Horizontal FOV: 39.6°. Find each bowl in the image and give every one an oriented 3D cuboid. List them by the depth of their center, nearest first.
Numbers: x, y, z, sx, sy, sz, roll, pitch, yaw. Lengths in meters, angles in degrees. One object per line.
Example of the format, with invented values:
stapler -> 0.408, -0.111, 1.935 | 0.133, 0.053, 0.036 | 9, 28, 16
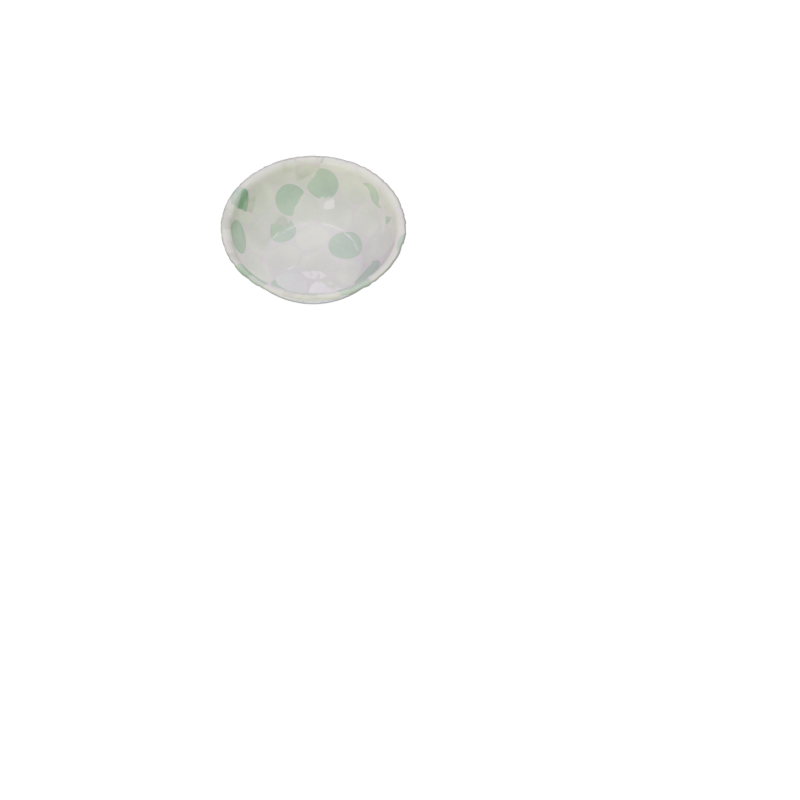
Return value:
bowl -> -0.077, -0.141, 0.984 | 0.162, 0.174, 0.051 | -1, -35, -1
